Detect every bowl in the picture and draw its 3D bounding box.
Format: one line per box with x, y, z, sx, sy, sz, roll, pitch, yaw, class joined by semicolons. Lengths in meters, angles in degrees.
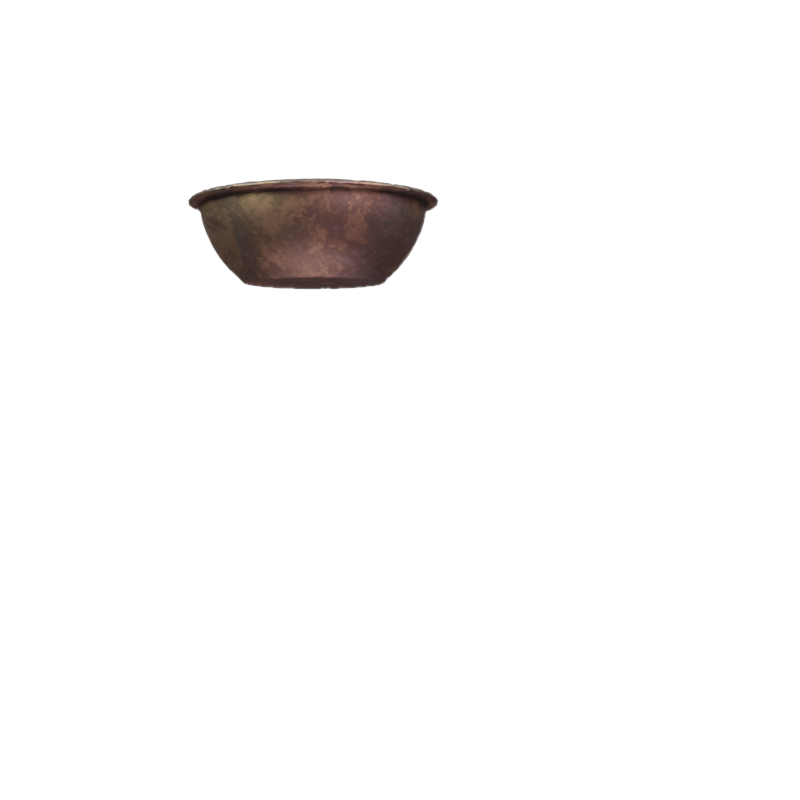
-0.056;-0.103;0.718;0.162;0.055;0.161;0;0;-2;bowl
